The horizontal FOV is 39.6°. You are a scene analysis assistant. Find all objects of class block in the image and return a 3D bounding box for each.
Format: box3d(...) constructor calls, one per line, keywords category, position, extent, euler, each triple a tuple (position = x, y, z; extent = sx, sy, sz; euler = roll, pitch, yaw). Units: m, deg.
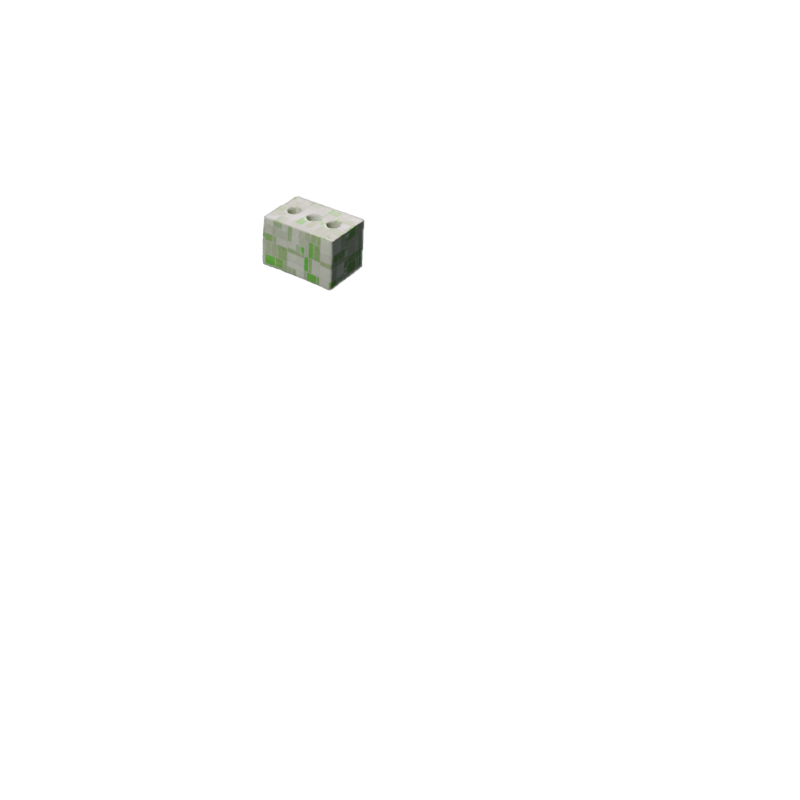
box3d(category="block", position=(-0.078, -0.142, 0.994), extent=(0.082, 0.048, 0.053), euler=(22, 39, 28))
